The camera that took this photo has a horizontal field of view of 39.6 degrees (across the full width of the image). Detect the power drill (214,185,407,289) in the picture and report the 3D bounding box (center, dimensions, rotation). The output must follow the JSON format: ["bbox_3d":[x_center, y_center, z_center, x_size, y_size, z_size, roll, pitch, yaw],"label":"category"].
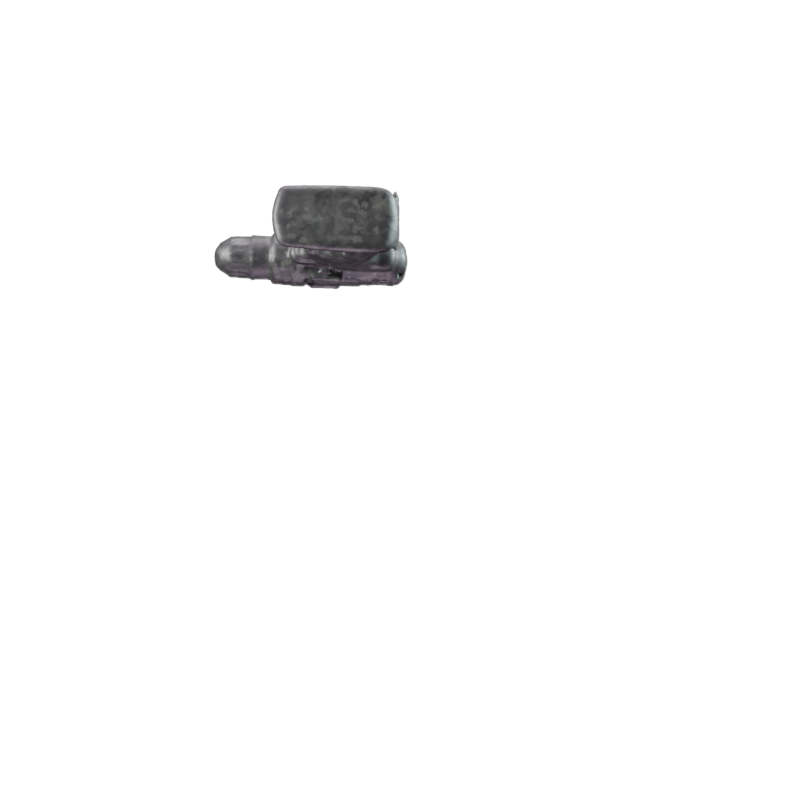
[{"bbox_3d":[-0.078,-0.143,0.999,0.184,0.059,0.184,0,-5,-4],"label":"power drill"}]
